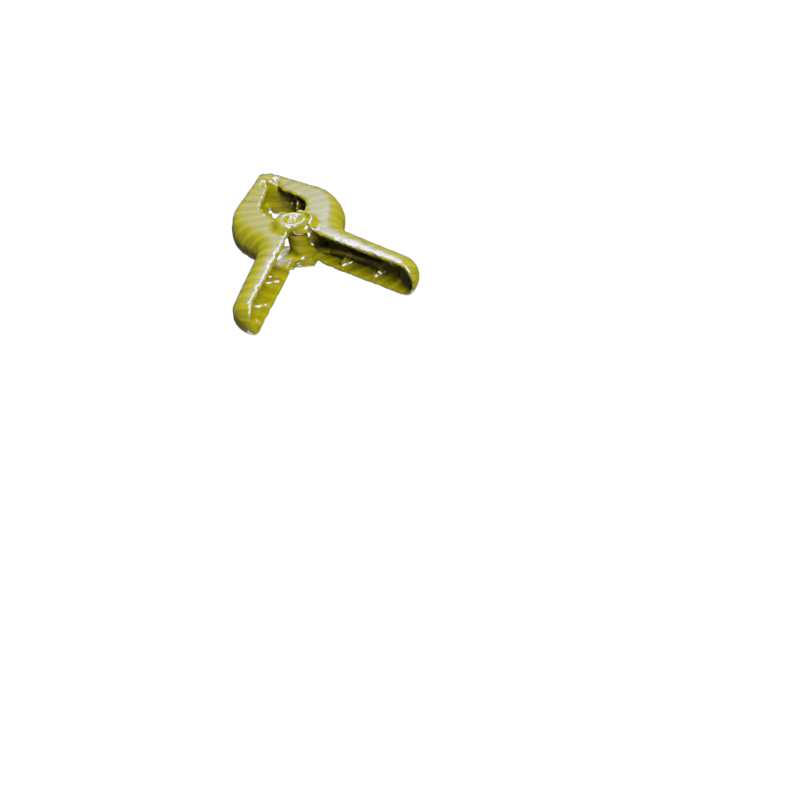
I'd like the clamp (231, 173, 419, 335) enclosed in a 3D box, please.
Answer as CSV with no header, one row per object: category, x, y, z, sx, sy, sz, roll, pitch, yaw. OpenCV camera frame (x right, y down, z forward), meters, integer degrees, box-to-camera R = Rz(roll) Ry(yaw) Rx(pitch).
clamp,-0.059,-0.107,0.752,0.119,0.037,0.185,-6,39,-8
